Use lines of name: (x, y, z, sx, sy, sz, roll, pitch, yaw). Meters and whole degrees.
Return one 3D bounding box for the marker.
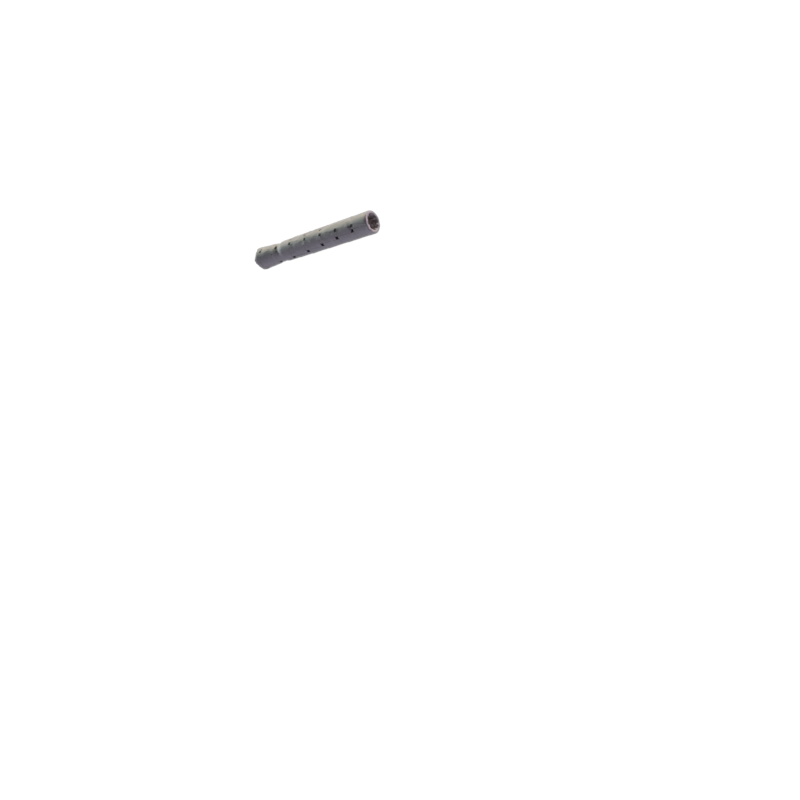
marker: (-0.069, -0.126, 0.884, 0.123, 0.020, 0.019, -12, -4, 36)
